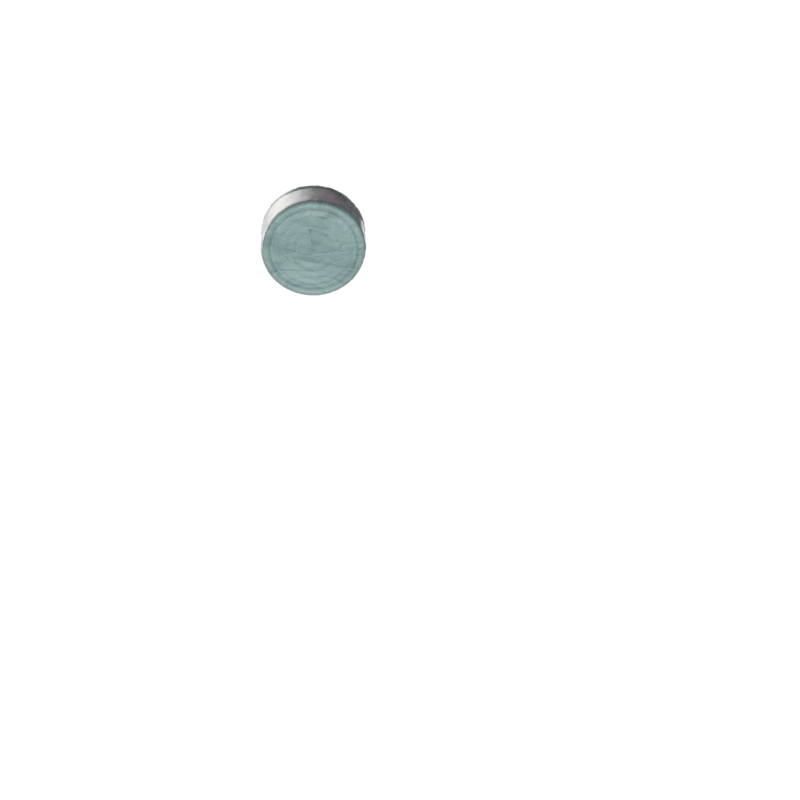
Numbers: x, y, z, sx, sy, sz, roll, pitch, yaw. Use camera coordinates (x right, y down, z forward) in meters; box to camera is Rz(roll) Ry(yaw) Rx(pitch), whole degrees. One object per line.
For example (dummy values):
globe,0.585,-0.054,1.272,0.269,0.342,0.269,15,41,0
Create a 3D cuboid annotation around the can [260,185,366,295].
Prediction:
can,-0.070,-0.128,0.899,0.086,0.081,0.036,1,28,-1
